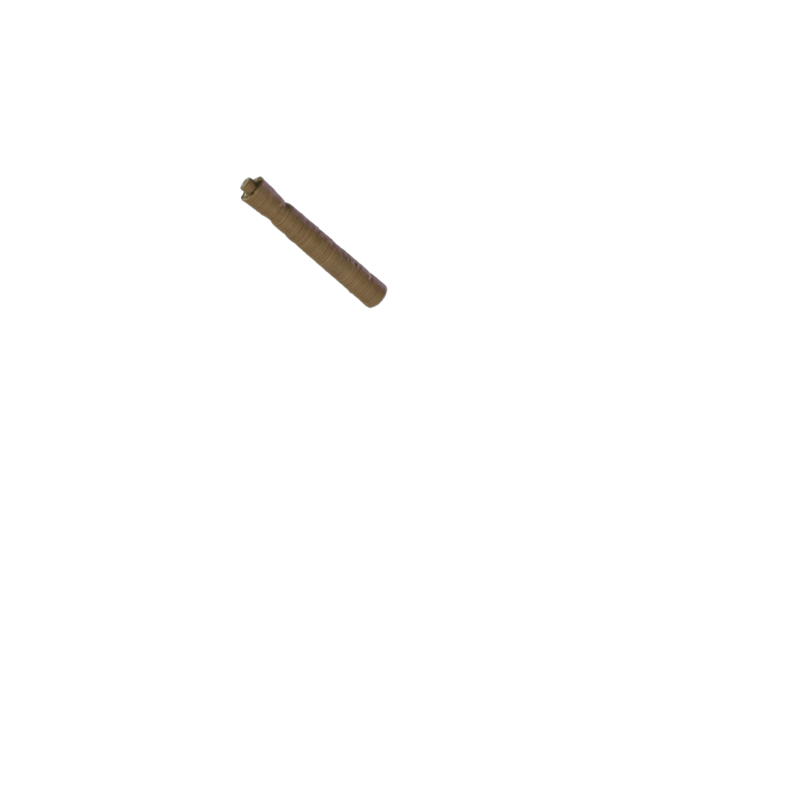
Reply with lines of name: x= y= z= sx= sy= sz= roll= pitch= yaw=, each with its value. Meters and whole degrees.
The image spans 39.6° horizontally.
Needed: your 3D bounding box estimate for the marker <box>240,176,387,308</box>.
marker: x=-0.055 y=-0.100 z=0.701 sx=0.114 sy=0.020 sz=0.020 roll=39 pitch=-17 yaw=-25
